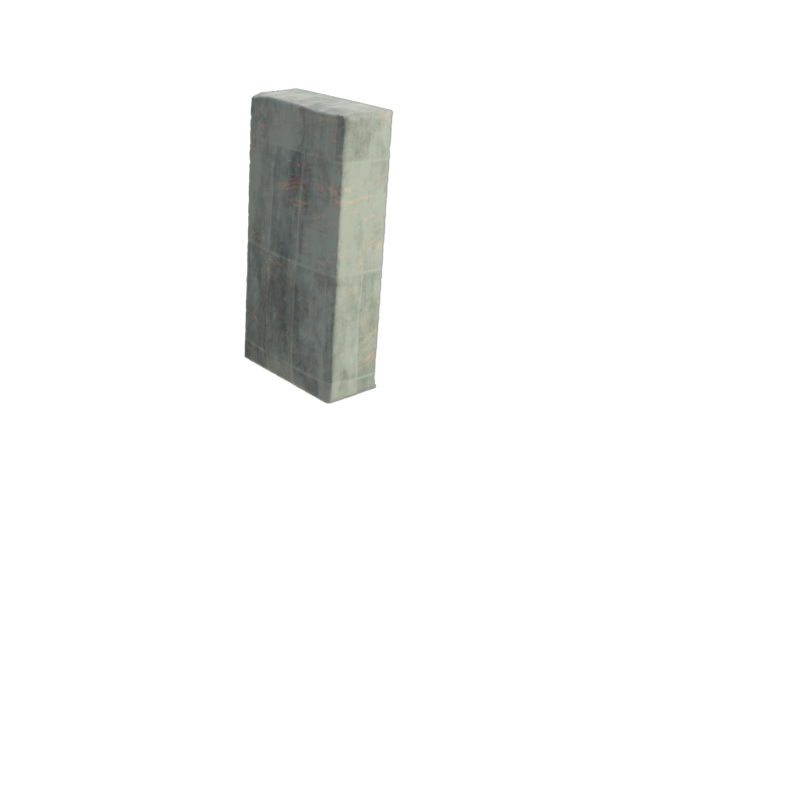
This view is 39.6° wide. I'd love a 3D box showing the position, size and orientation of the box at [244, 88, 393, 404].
[{"bbox_3d":[-0.054,-0.097,0.681,0.047,0.169,0.099,-14,24,-38],"label":"box"}]
